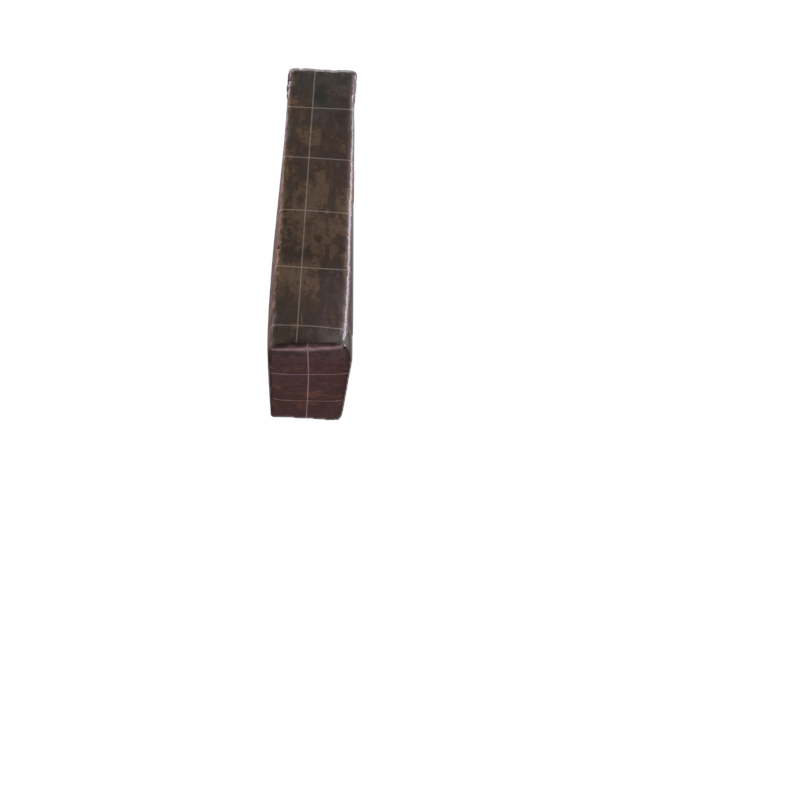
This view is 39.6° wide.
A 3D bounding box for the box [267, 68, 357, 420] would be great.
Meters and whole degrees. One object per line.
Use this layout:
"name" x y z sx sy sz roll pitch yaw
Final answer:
"box" -0.049 -0.088 0.620 0.048 0.187 0.088 1 -28 -5
